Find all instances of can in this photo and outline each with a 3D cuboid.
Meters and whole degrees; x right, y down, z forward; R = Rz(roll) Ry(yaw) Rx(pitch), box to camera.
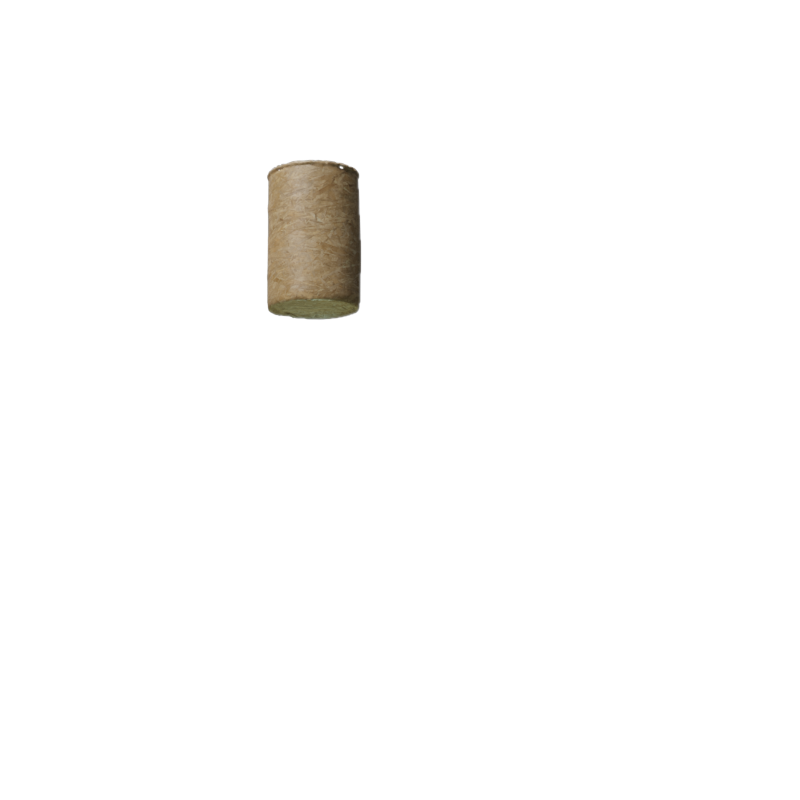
[{"bbox_3d":[-0.063,-0.115,0.802,0.068,0.106,0.066,0,-13,-2],"label":"can"}]
